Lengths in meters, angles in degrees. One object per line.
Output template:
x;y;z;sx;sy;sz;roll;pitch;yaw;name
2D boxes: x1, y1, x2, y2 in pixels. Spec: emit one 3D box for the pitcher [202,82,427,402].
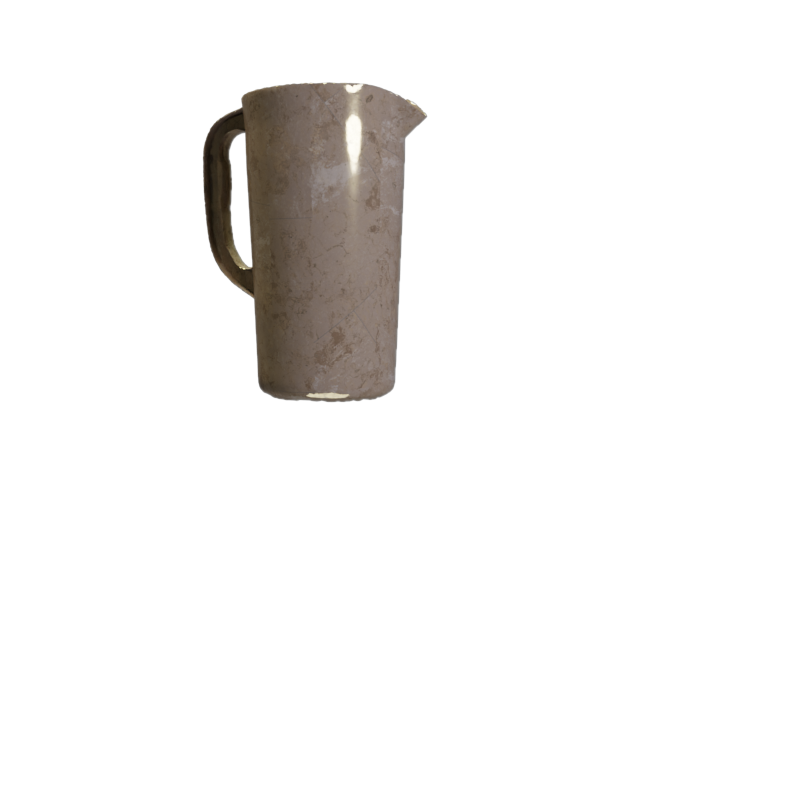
-0.069;-0.126;0.879;0.141;0.244;0.153;0;0;-25;pitcher
